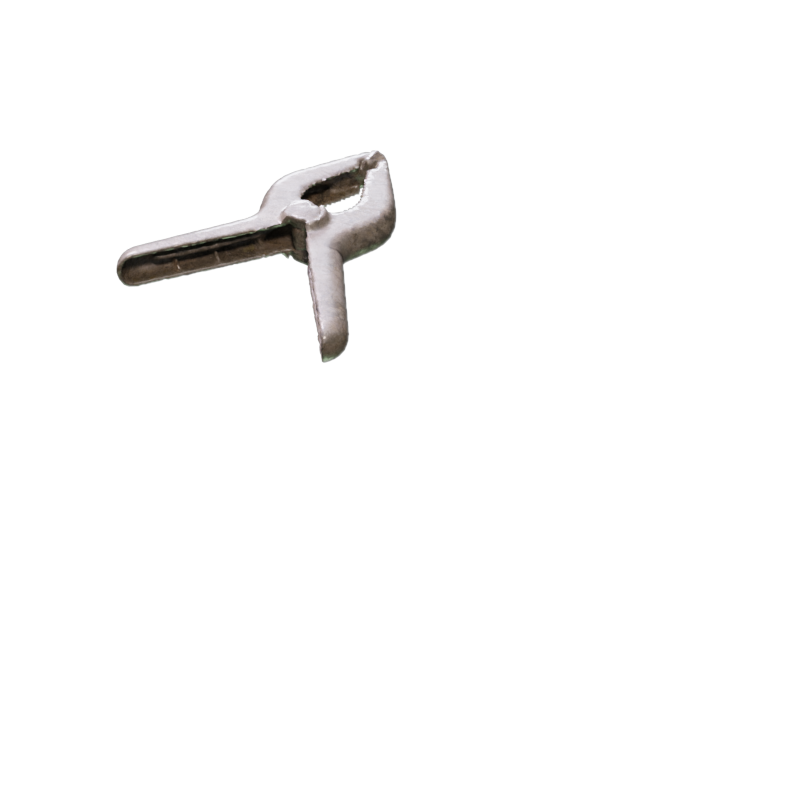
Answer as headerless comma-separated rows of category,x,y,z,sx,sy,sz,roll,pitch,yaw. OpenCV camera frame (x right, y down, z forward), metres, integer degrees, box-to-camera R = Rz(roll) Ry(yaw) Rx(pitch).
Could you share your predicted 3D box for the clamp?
clamp,-0.057,-0.104,0.729,0.174,0.034,0.213,25,46,28
